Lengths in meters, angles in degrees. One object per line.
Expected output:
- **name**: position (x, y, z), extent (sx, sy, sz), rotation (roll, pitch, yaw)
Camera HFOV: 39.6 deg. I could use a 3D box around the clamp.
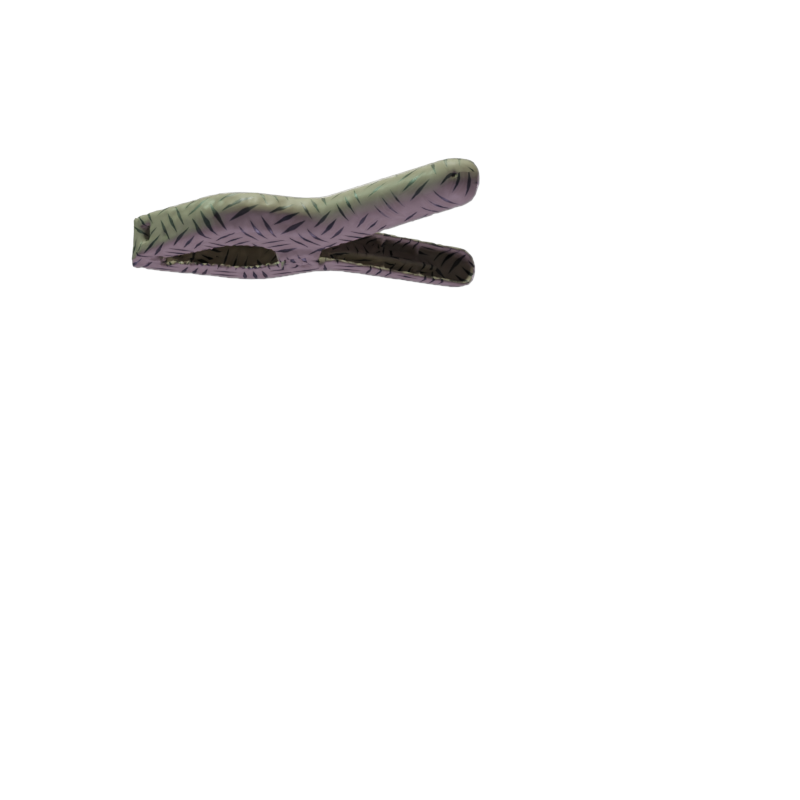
- **clamp**: position (-0.051, -0.093, 0.654), extent (0.213, 0.038, 0.156), rotation (-3, -14, 12)
